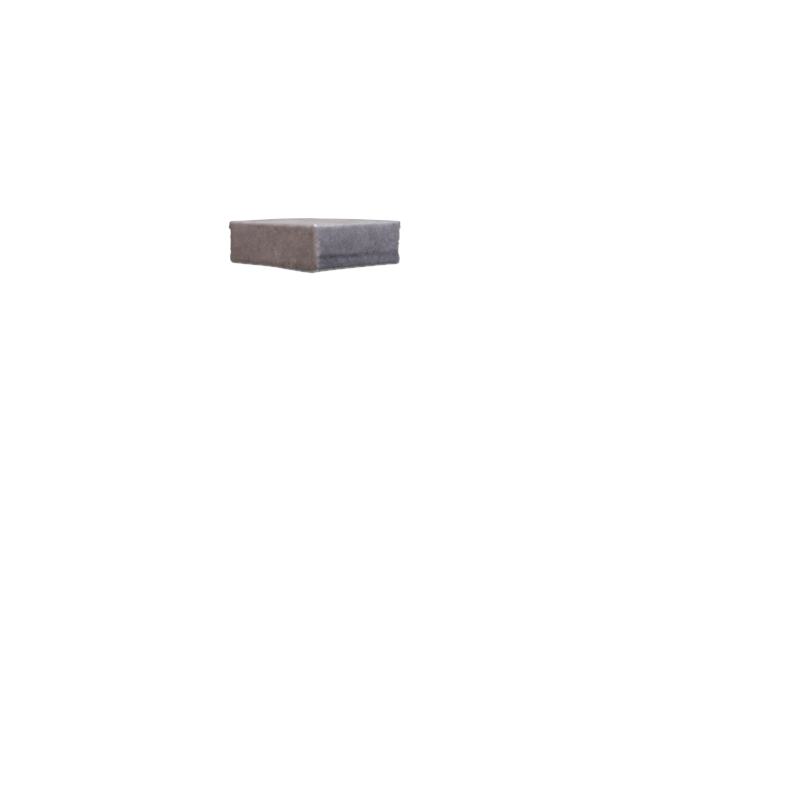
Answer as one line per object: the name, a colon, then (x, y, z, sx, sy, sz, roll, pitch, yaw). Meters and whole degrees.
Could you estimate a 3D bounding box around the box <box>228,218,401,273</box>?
box: (-0.070, -0.127, 0.889, 0.087, 0.038, 0.119, -11, 17, -41)
